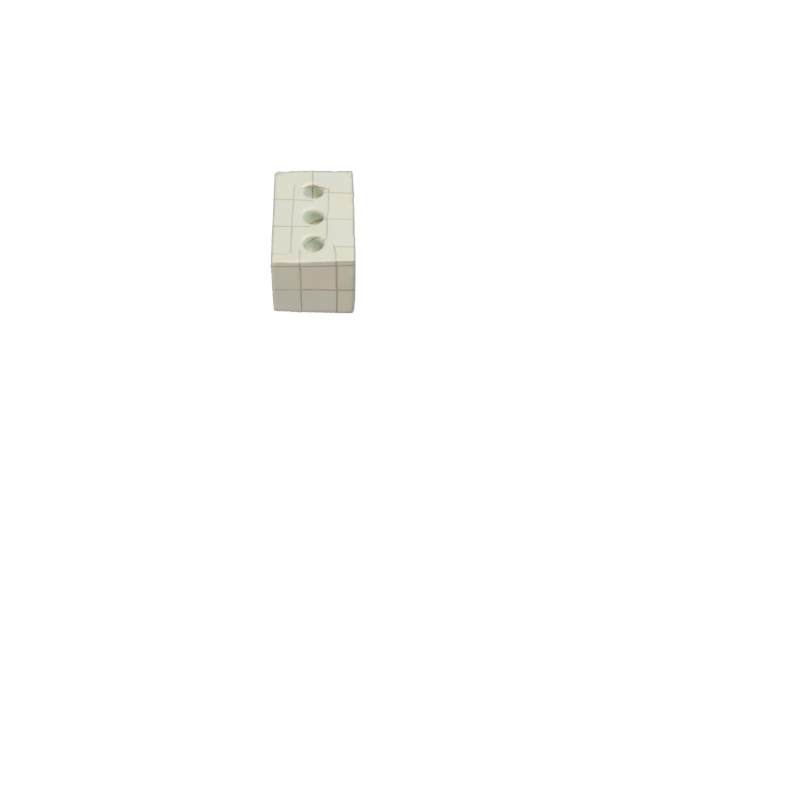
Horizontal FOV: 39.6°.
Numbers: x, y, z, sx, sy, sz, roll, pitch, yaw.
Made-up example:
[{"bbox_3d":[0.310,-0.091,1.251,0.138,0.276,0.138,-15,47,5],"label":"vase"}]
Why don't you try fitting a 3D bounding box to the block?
[{"bbox_3d":[-0.056,-0.101,0.710,0.053,0.084,0.048,-1,-37,-3],"label":"block"}]
